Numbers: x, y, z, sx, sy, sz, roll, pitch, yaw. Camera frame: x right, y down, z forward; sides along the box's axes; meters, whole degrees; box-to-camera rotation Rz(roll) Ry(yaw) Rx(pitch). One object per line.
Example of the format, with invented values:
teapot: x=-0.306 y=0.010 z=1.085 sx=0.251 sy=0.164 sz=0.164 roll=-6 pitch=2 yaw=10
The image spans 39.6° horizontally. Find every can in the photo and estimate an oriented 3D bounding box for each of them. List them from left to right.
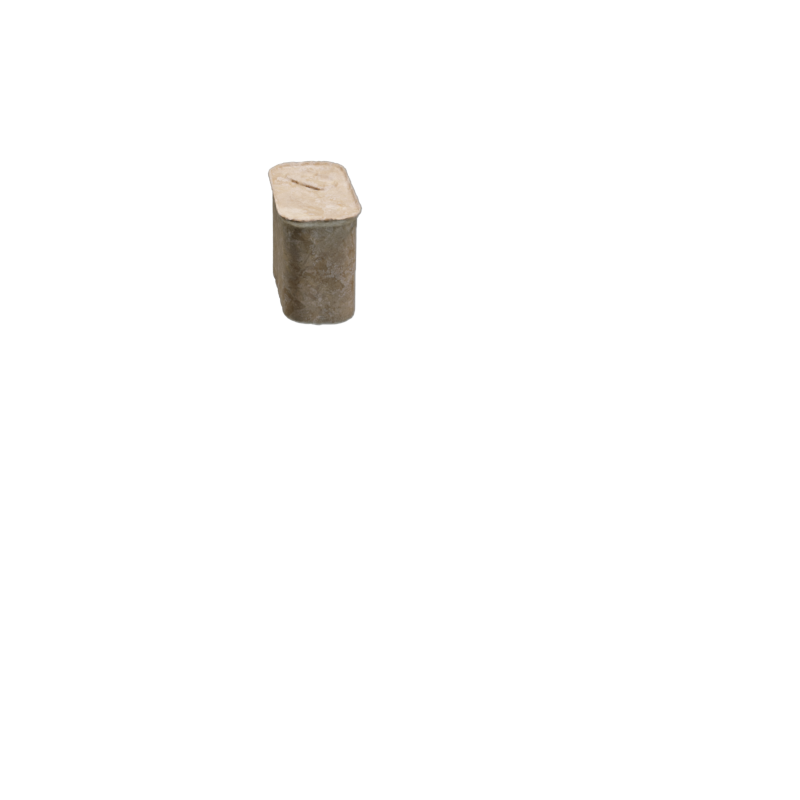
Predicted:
can: x=-0.062 y=-0.113 z=0.791 sx=0.057 sy=0.079 sz=0.109 roll=-4 pitch=31 yaw=-10
